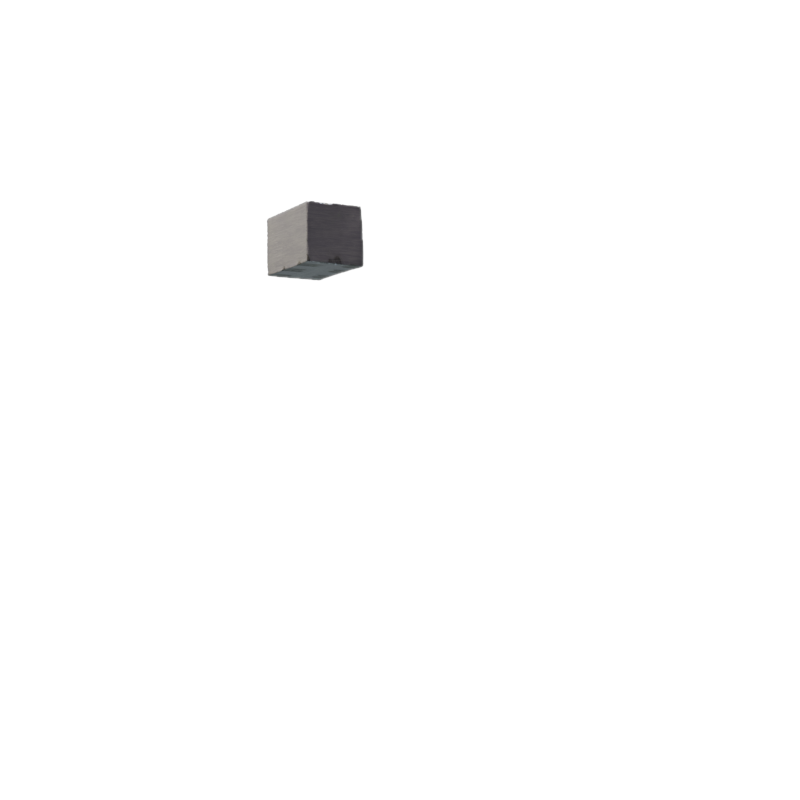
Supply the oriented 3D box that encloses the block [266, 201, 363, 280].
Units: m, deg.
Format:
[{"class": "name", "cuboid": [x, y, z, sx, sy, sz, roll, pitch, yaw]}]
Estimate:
[{"class": "block", "cuboid": [-0.072, -0.132, 0.923, 0.051, 0.052, 0.079, 4, -7, -31]}]
